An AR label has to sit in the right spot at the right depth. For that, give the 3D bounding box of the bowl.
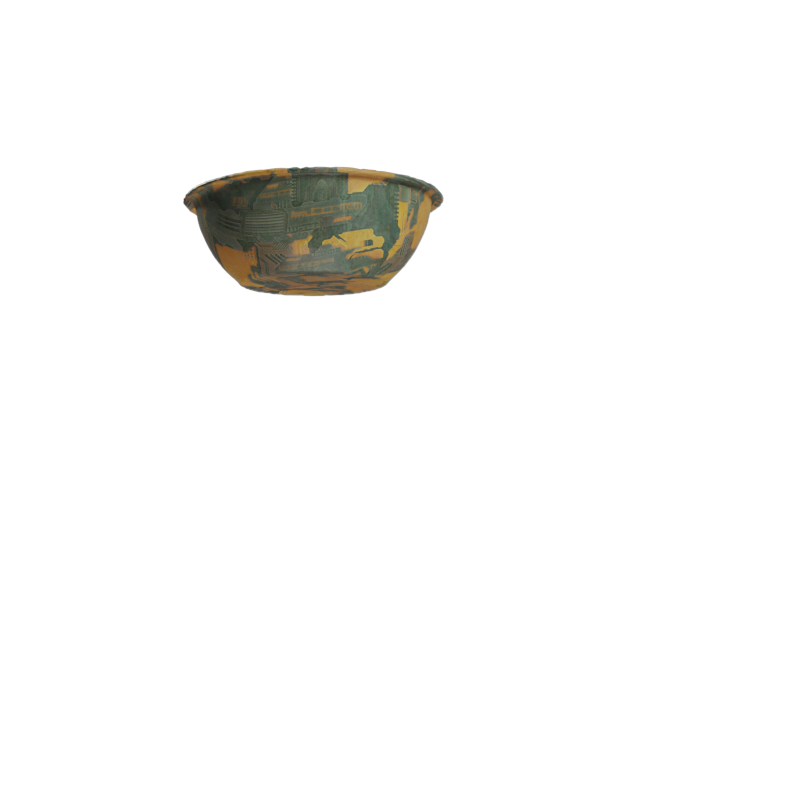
[{"bbox_3d":[-0.054,-0.098,0.688,0.162,0.056,0.159,0,-4,-2],"label":"bowl"}]
